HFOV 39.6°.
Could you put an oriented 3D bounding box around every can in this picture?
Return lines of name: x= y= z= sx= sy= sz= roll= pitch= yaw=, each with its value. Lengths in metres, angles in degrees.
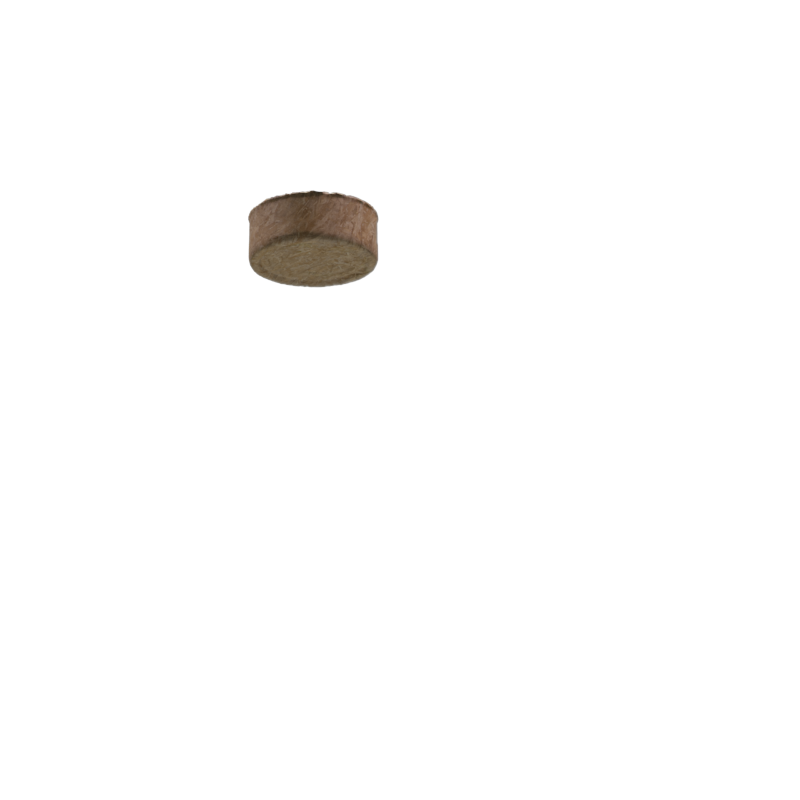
can: x=-0.057 y=-0.103 z=0.725 sx=0.086 sy=0.035 sz=0.082 roll=0 pitch=-17 yaw=-2
